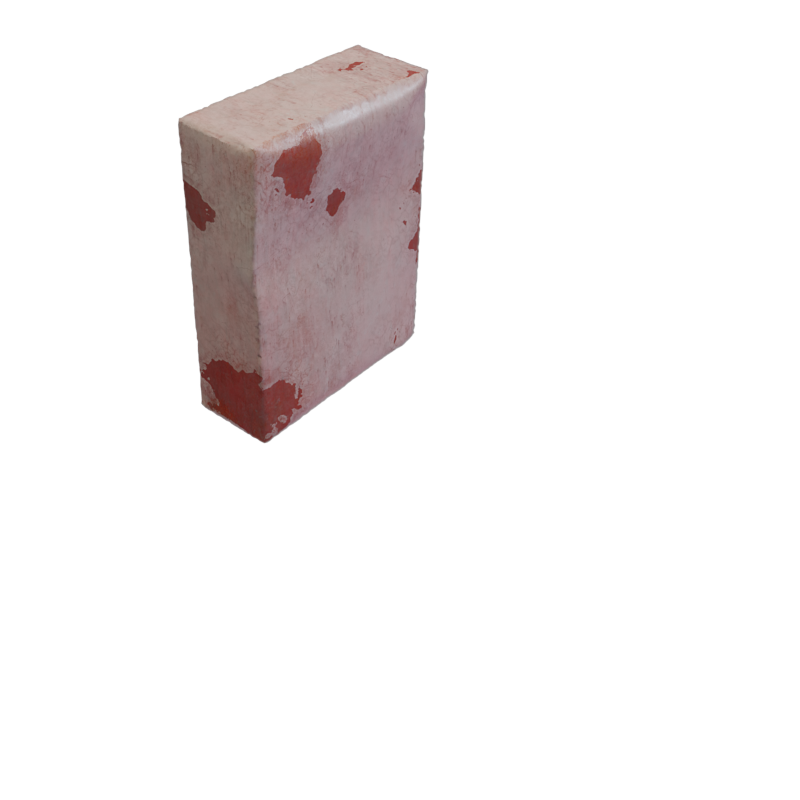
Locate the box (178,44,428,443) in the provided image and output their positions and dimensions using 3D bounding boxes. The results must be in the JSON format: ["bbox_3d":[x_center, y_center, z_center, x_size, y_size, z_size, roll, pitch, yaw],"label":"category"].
[{"bbox_3d":[-0.057,-0.104,0.727,0.076,0.200,0.165,25,41,30],"label":"box"}]
